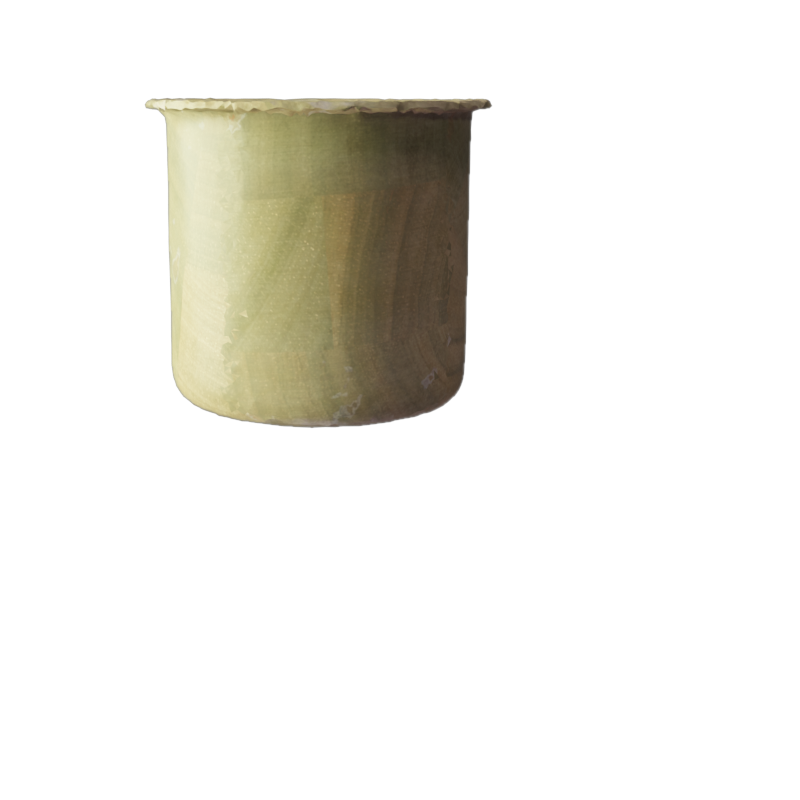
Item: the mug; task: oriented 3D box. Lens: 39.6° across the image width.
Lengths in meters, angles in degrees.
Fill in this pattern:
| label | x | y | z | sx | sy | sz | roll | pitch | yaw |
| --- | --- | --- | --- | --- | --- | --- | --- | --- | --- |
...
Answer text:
| label | x | y | z | sx | sy | sz | roll | pitch | yaw |
| --- | --- | --- | --- | --- | --- | --- | --- | --- | --- |
| mug | -0.025 | -0.045 | 0.317 | 0.092 | 0.080 | 0.122 | -2 | 13 | -10 |
